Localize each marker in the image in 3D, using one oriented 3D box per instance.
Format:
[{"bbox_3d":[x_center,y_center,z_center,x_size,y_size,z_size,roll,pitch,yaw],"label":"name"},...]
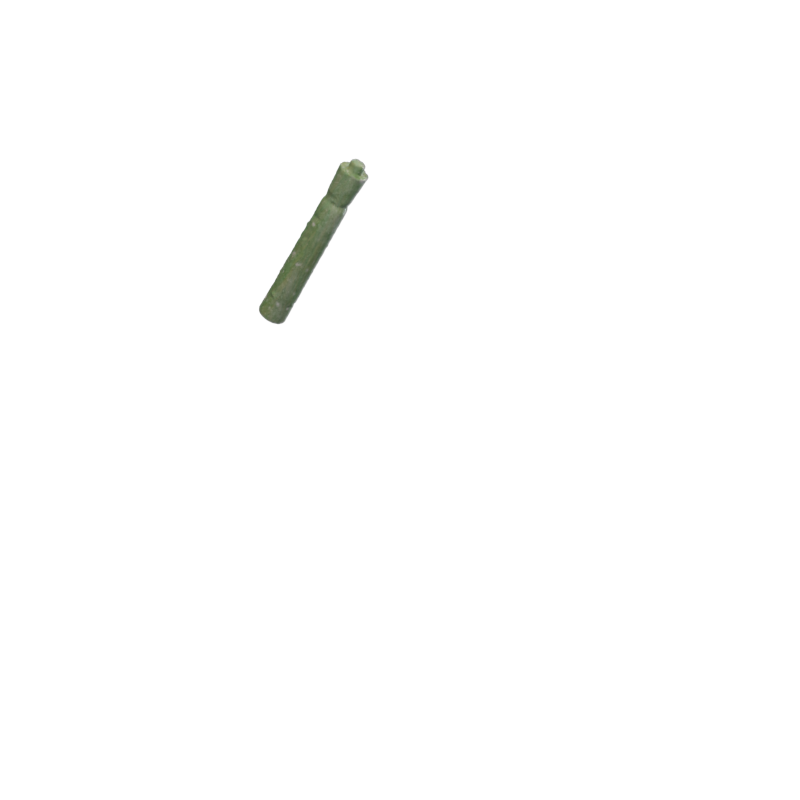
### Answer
[{"bbox_3d":[-0.053,-0.097,0.680,0.019,0.117,0.021,24,30,-18],"label":"marker"}]
